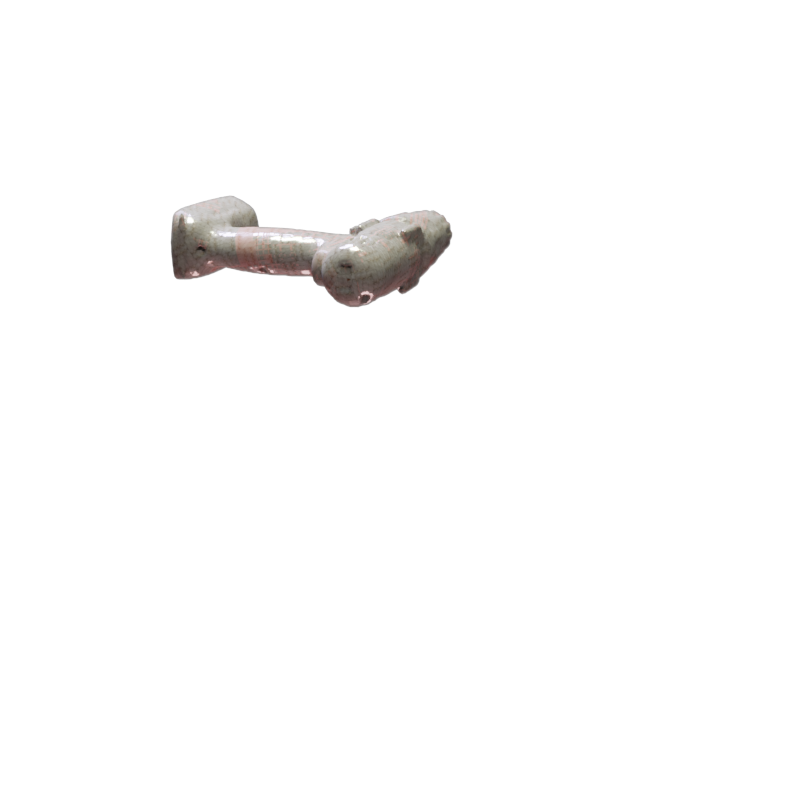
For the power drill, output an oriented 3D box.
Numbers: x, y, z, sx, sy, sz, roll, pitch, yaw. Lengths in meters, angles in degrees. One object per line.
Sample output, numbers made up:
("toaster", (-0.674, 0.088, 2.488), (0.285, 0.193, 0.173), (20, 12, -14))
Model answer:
("power drill", (-0.067, -0.122, 0.856), (0.194, 0.056, 0.184), (7, 19, 22))
